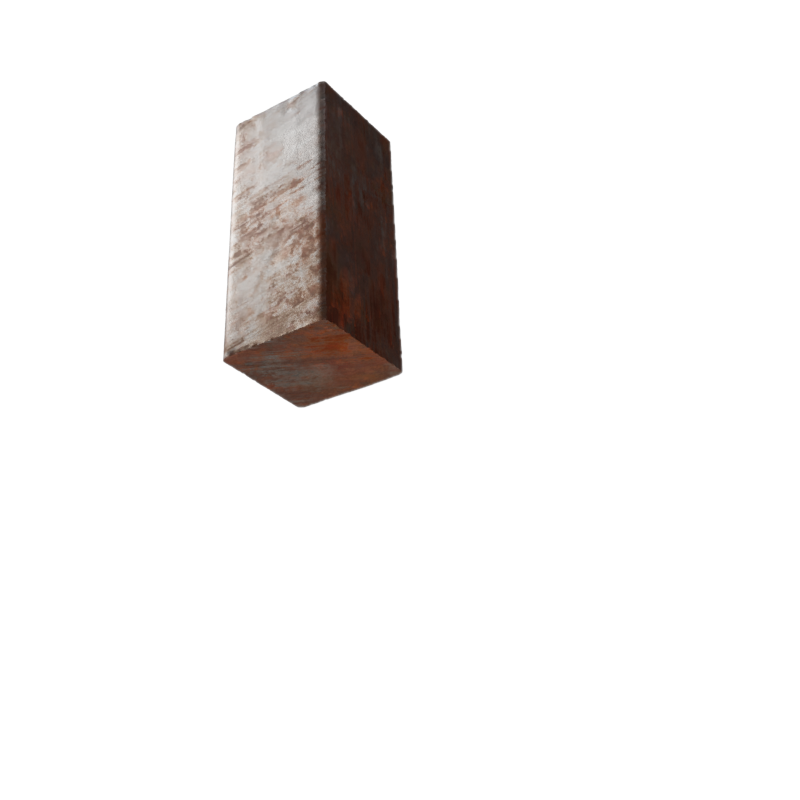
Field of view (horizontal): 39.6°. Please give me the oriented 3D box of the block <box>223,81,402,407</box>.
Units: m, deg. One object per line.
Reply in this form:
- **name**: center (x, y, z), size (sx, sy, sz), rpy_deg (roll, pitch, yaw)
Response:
- **block**: center (-0.063, -0.114, 0.799), size (0.091, 0.220, 0.084), rpy_deg (-22, -38, 28)
